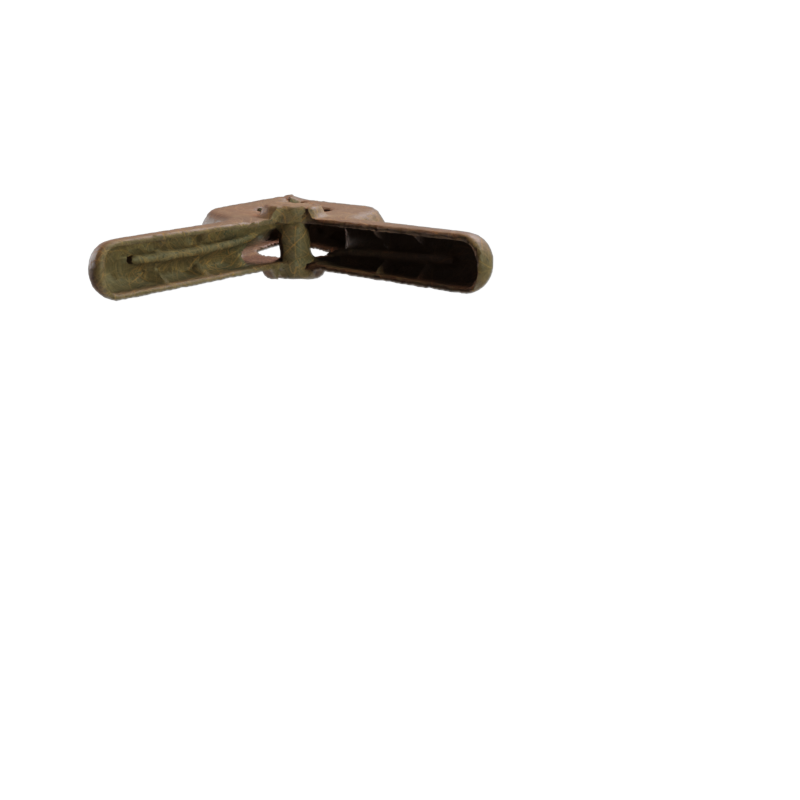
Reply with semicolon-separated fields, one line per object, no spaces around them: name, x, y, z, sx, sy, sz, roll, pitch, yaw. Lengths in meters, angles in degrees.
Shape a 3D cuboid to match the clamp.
clamp;-0.042;-0.077;0.536;0.166;0.035;0.214;1;15;3
